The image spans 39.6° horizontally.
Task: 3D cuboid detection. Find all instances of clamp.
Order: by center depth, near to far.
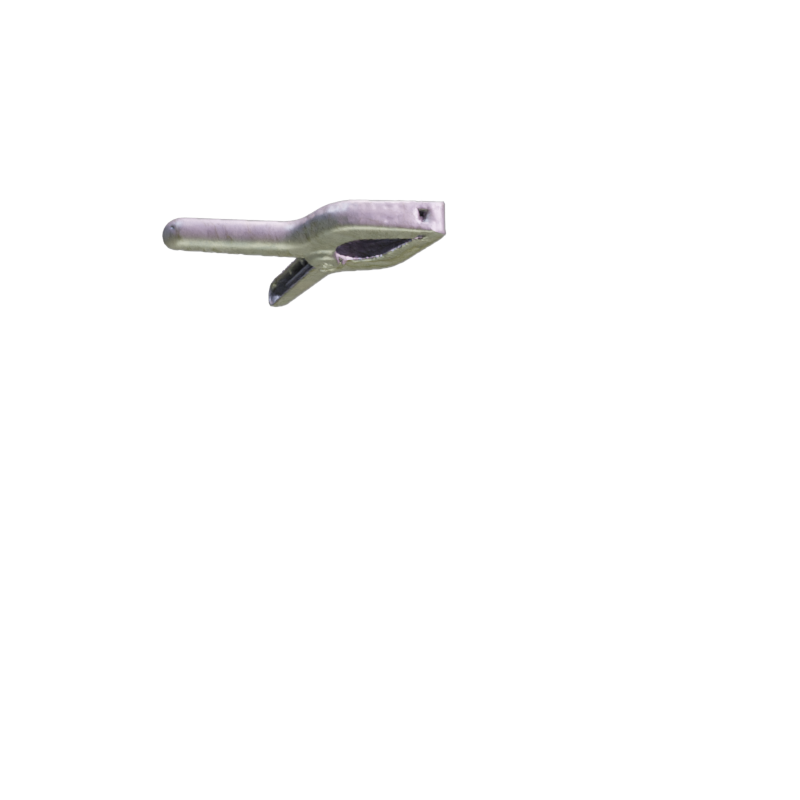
[{"bbox_3d":[-0.067,-0.123,0.860,0.214,0.038,0.154,-11,-19,33],"label":"clamp"}]
